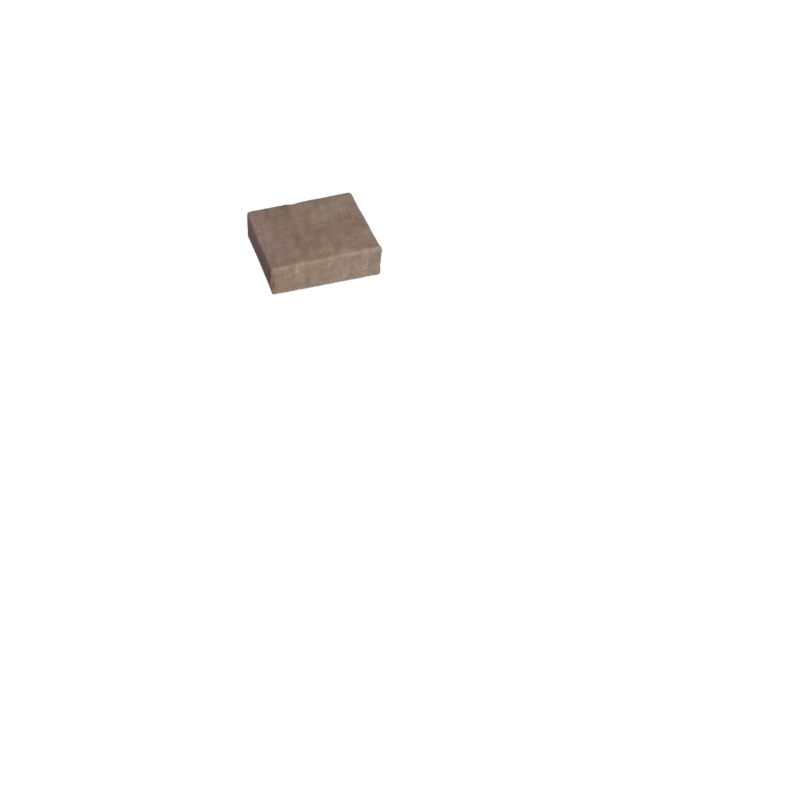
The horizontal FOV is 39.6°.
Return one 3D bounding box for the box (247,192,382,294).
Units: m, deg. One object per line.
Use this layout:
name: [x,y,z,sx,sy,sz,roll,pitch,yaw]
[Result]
box: [-0.067,-0.123,0.859,0.088,0.028,0.079,-13,46,-13]
